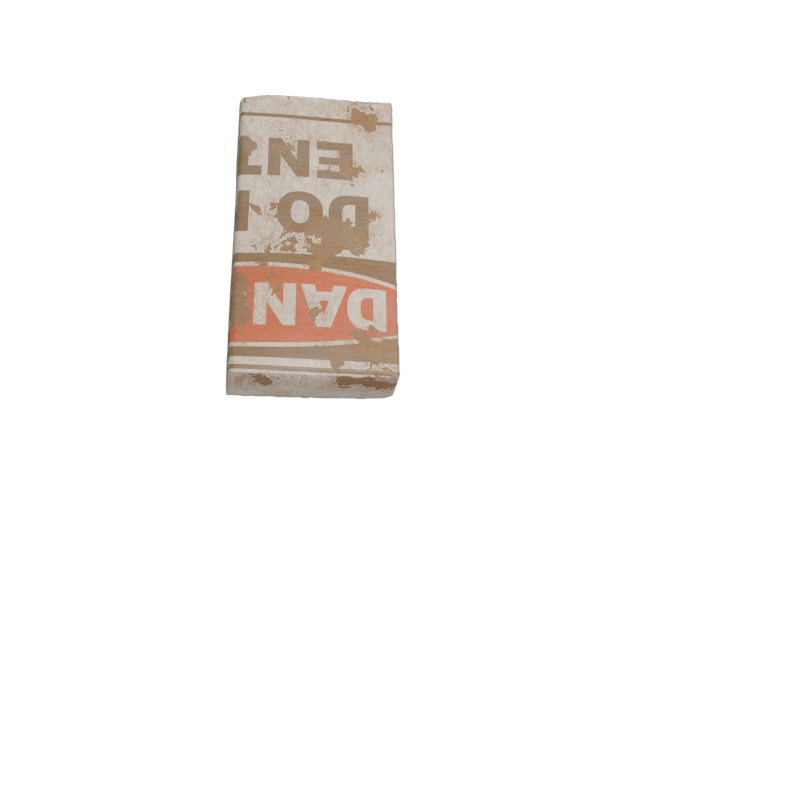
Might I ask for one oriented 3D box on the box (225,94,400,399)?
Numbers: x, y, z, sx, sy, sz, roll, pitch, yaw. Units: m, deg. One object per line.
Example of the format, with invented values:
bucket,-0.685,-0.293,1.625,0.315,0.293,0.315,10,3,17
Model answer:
box,-0.050,-0.090,0.631,0.092,0.186,0.046,1,-24,-6
